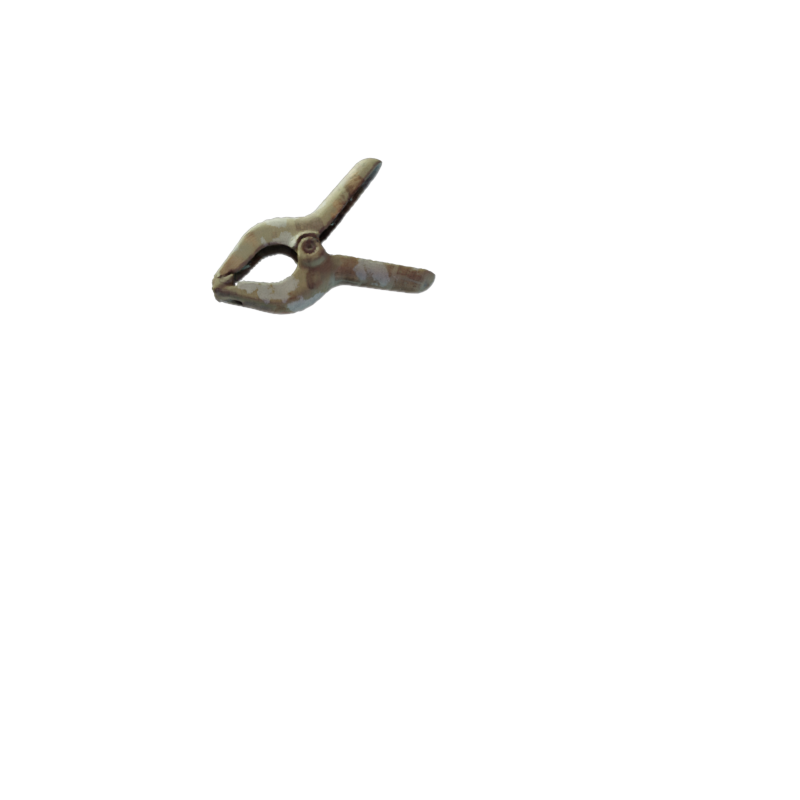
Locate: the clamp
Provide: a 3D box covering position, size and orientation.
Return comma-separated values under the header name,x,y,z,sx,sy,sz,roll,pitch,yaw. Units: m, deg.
name,x,y,z,sx,sy,sz,roll,pitch,yaw
clamp,-0.069,-0.125,0.875,0.170,0.128,0.037,-12,-26,-6
